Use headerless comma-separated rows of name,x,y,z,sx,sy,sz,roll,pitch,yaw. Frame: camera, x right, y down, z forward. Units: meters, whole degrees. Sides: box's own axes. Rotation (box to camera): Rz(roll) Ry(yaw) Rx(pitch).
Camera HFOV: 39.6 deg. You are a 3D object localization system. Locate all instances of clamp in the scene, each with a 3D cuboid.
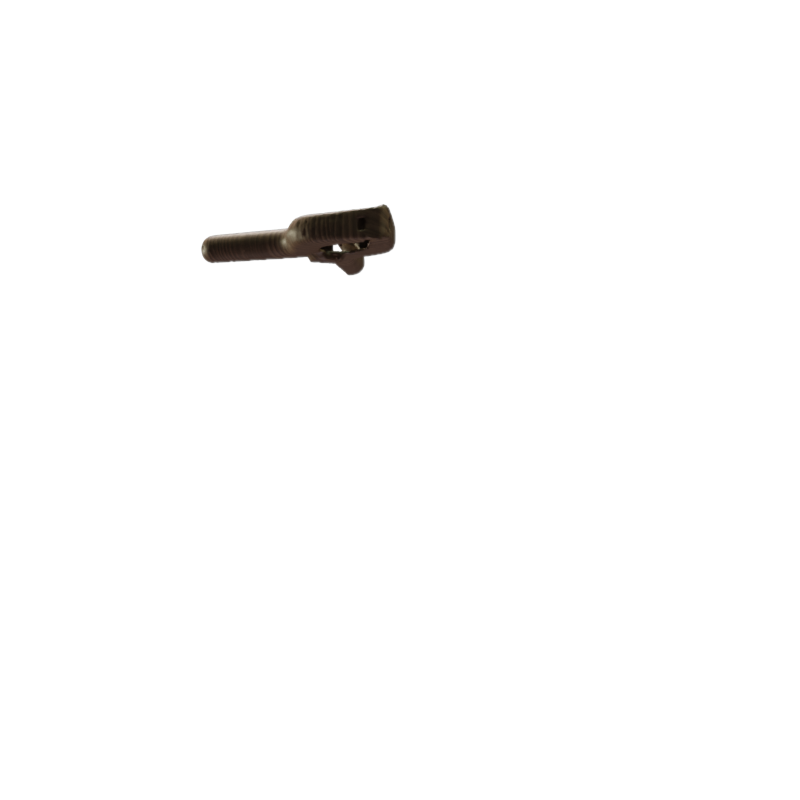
clamp,-0.076,-0.139,0.970,0.160,0.037,0.212,1,-2,-21
